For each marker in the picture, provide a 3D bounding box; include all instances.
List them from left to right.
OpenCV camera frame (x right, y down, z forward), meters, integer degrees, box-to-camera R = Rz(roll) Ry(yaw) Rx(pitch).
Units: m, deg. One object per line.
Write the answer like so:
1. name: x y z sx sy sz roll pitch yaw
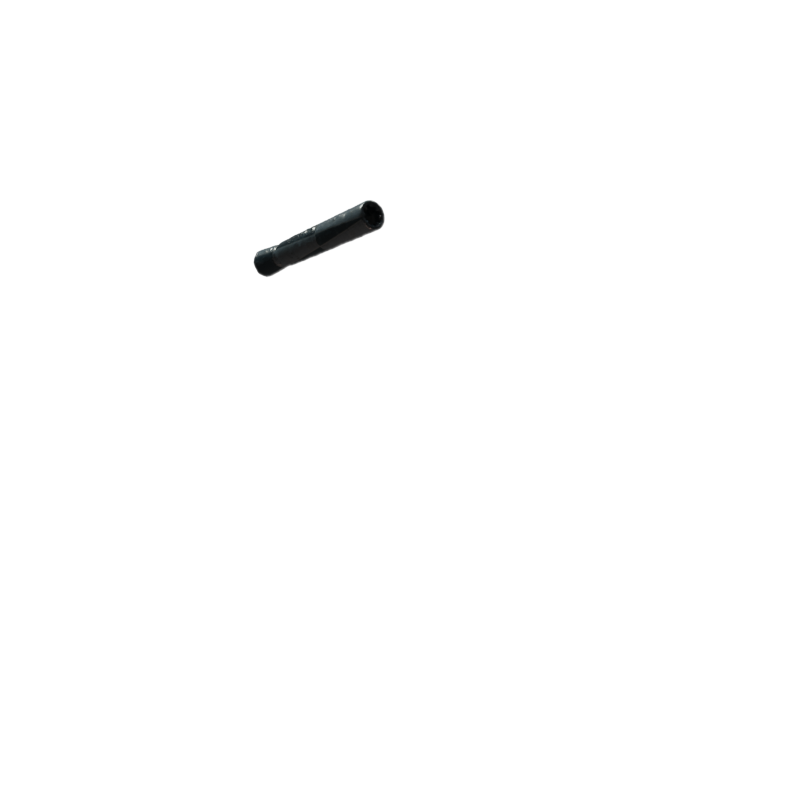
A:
1. marker: -0.055 -0.100 0.702 0.019 0.020 0.122 -3 -7 -40
